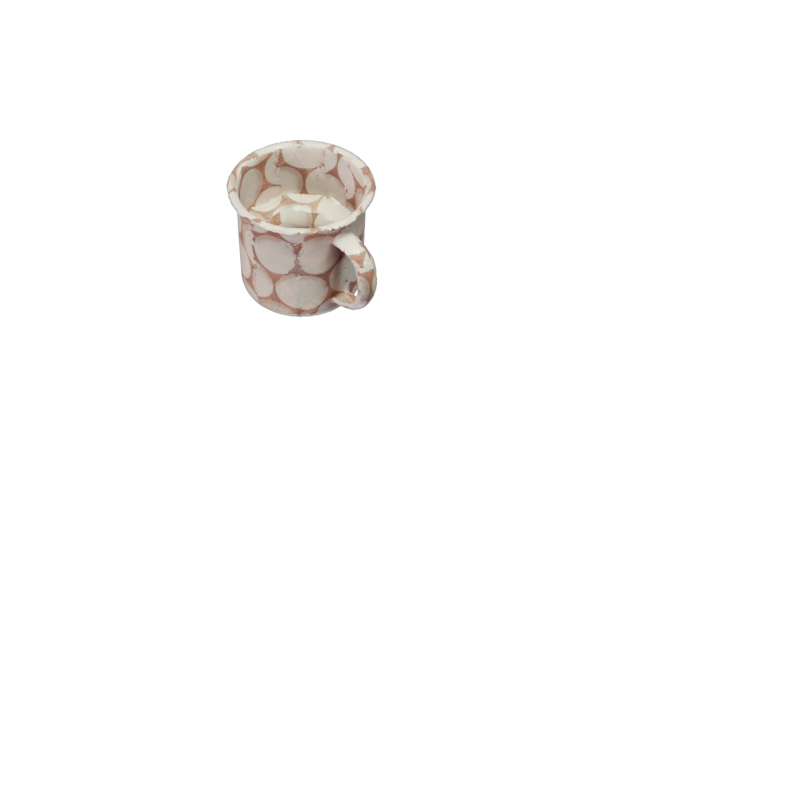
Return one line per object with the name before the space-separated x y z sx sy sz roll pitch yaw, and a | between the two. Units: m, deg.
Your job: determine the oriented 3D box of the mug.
mug | -0.056 -0.102 0.712 0.093 0.076 0.125 -31 54 -28
